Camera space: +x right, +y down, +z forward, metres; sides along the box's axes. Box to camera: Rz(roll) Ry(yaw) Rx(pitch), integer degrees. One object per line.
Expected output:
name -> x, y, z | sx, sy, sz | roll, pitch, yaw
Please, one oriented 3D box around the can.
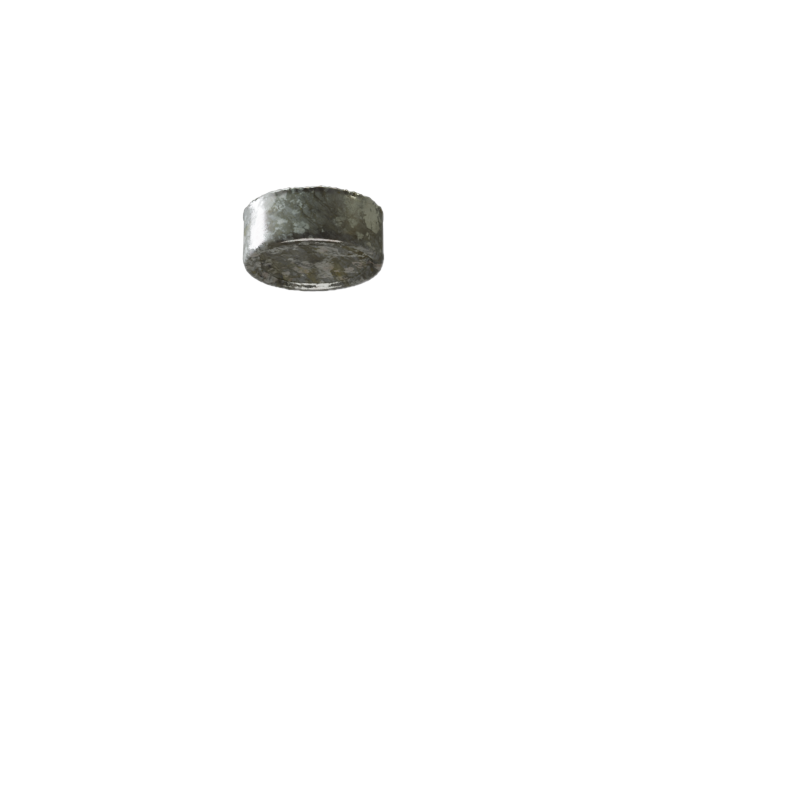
can -> -0.052, -0.095, 0.667 | 0.086, 0.035, 0.082 | 0, -18, -2
